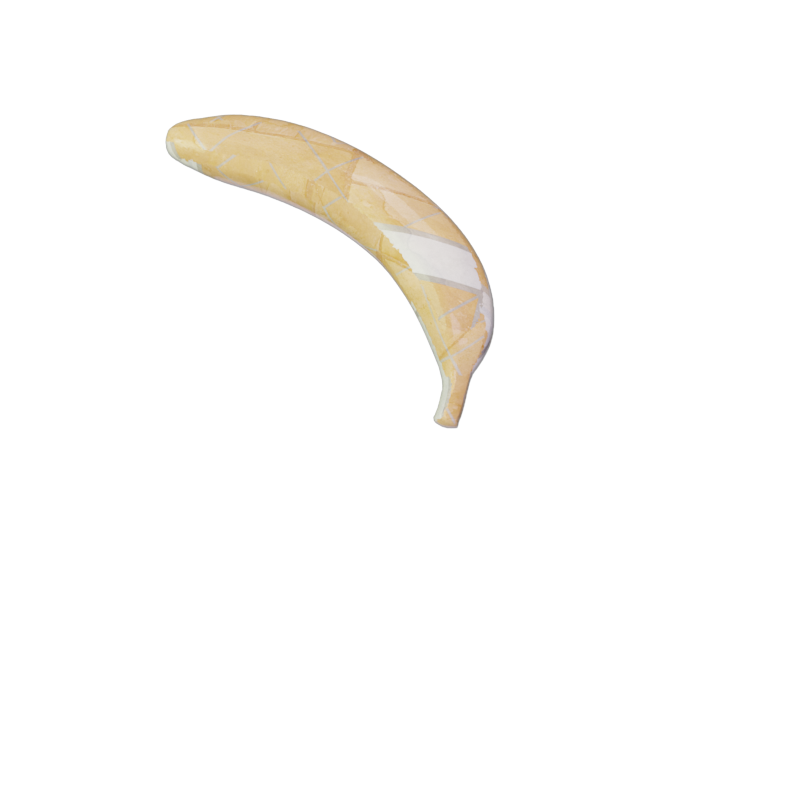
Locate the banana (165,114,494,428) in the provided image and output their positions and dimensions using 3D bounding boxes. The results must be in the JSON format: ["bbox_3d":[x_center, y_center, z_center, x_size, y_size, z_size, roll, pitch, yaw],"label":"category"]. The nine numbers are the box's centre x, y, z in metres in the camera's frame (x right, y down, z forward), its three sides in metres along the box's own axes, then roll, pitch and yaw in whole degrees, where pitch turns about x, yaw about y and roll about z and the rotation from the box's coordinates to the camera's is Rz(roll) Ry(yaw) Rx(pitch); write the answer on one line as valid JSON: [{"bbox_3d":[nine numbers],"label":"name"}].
[{"bbox_3d":[-0.023,-0.080,0.504,0.070,0.209,0.034,-38,-23,-19],"label":"banana"}]
